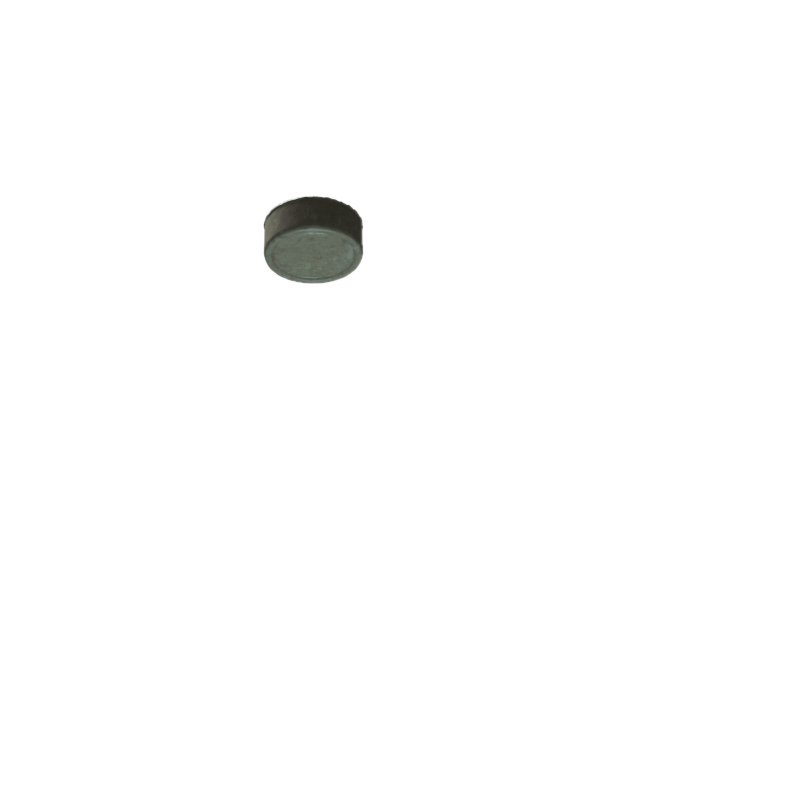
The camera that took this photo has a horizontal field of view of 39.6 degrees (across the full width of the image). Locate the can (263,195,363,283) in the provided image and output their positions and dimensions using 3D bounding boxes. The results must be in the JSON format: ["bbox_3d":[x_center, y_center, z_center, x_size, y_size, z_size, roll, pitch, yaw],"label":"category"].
[{"bbox_3d":[-0.074,-0.135,0.947,0.086,0.036,0.081,1,-30,-2],"label":"can"}]
